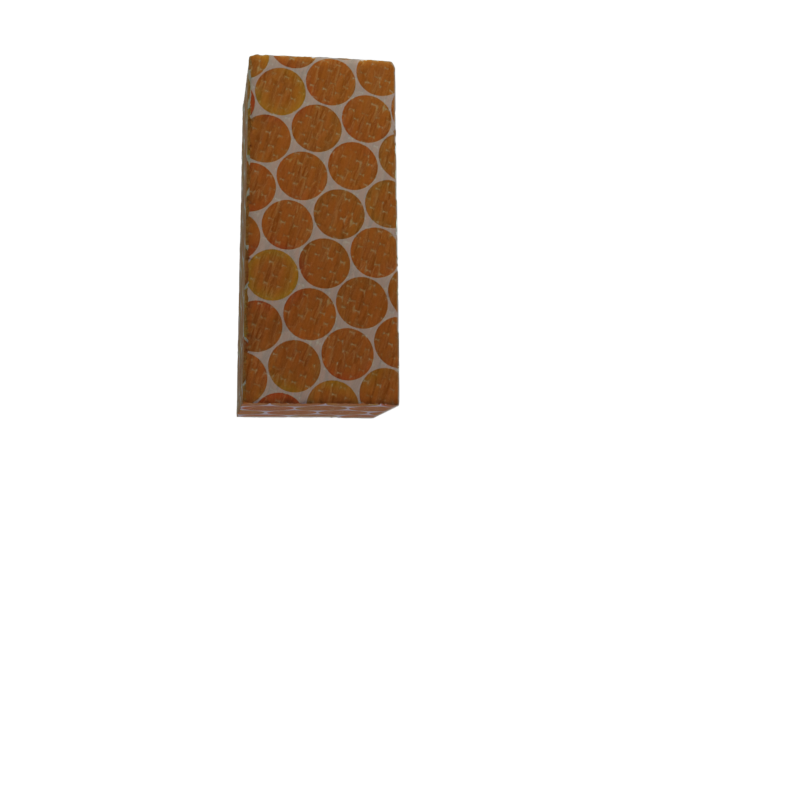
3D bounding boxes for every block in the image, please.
[{"bbox_3d":[-0.052,-0.097,0.678,0.089,0.213,0.089,1,-12,-9],"label":"block"}]
